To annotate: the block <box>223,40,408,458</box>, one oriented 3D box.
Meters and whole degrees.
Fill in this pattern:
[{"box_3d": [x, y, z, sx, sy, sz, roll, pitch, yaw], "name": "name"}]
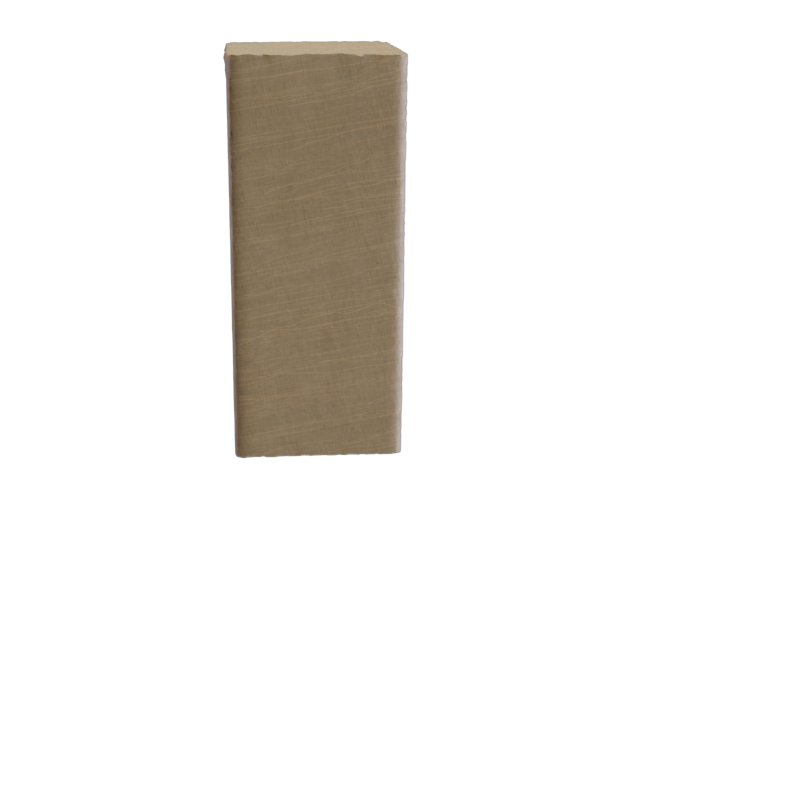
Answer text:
[{"box_3d": [-0.047, -0.084, 0.591, 0.089, 0.199, 0.095, -1, 16, -6], "name": "block"}]
